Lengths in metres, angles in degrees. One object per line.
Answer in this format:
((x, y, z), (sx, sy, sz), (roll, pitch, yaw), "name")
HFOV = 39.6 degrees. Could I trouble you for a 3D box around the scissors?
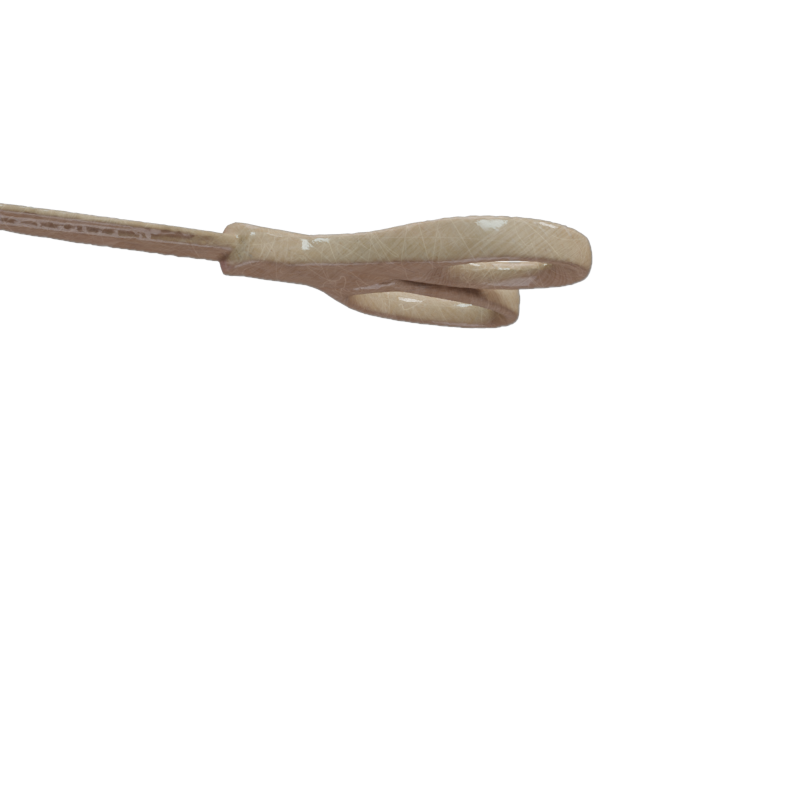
((-0.026, -0.047, 0.326), (0.191, 0.016, 0.098), (9, -14, -40), "scissors")
